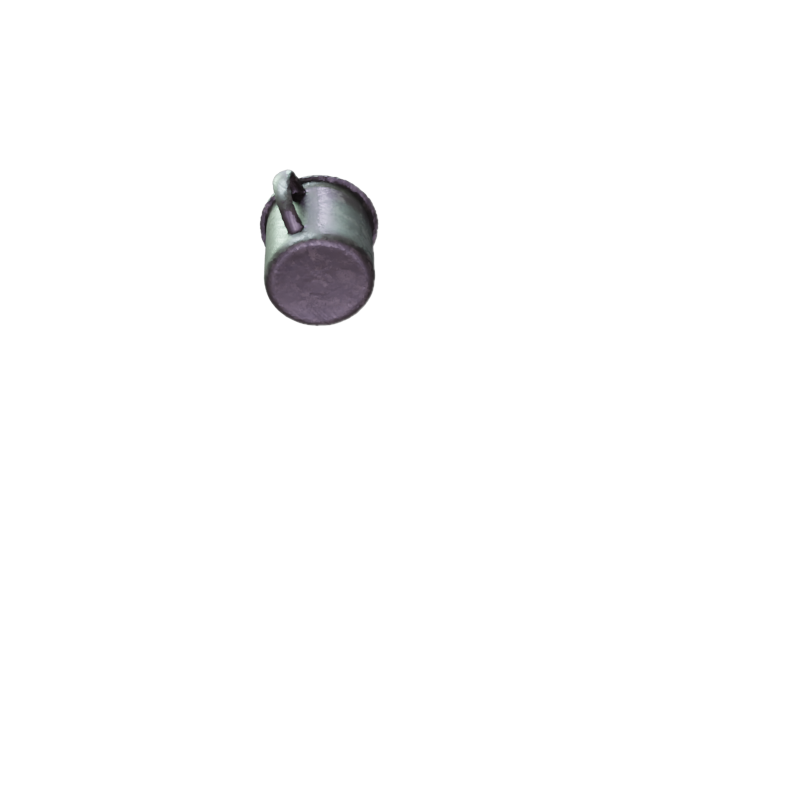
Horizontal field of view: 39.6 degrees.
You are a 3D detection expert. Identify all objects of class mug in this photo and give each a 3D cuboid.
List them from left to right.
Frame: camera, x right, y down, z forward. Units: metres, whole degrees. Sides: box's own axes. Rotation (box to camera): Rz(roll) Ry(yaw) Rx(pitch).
[{"bbox_3d":[-0.065,-0.119,0.830,0.094,0.109,0.087,-18,35,11],"label":"mug"}]
